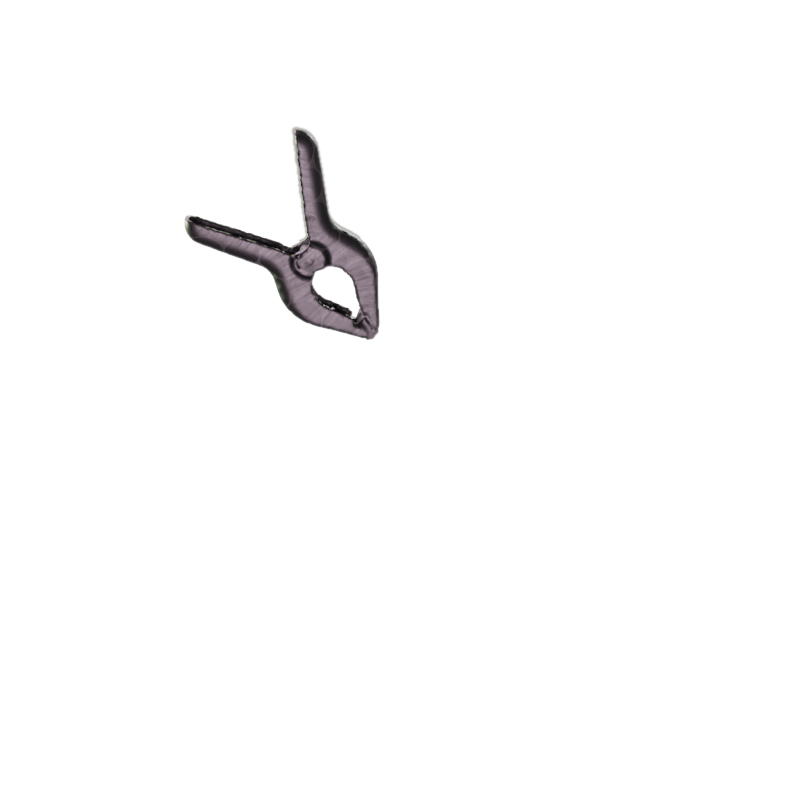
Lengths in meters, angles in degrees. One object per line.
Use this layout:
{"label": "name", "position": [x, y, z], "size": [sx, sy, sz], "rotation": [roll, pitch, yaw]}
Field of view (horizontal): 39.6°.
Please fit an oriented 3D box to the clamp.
{"label": "clamp", "position": [-0.067, -0.122, 0.855], "size": [0.165, 0.119, 0.041], "rotation": [41, 17, -16]}
